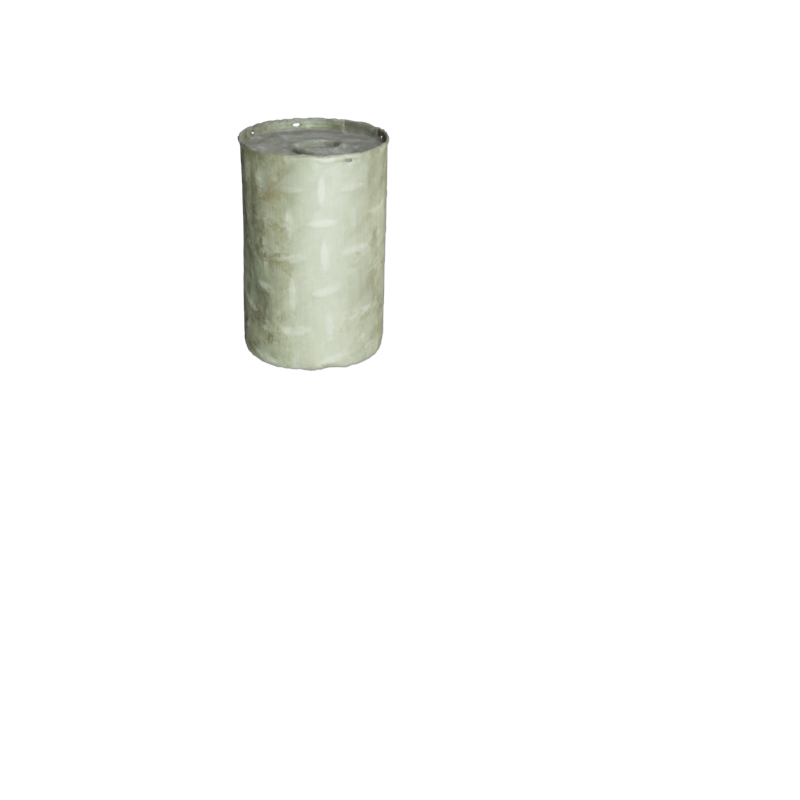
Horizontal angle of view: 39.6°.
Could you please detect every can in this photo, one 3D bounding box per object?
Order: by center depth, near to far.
[{"bbox_3d":[-0.040,-0.073,0.513,0.068,0.097,0.072,0,23,-2],"label":"can"}]
